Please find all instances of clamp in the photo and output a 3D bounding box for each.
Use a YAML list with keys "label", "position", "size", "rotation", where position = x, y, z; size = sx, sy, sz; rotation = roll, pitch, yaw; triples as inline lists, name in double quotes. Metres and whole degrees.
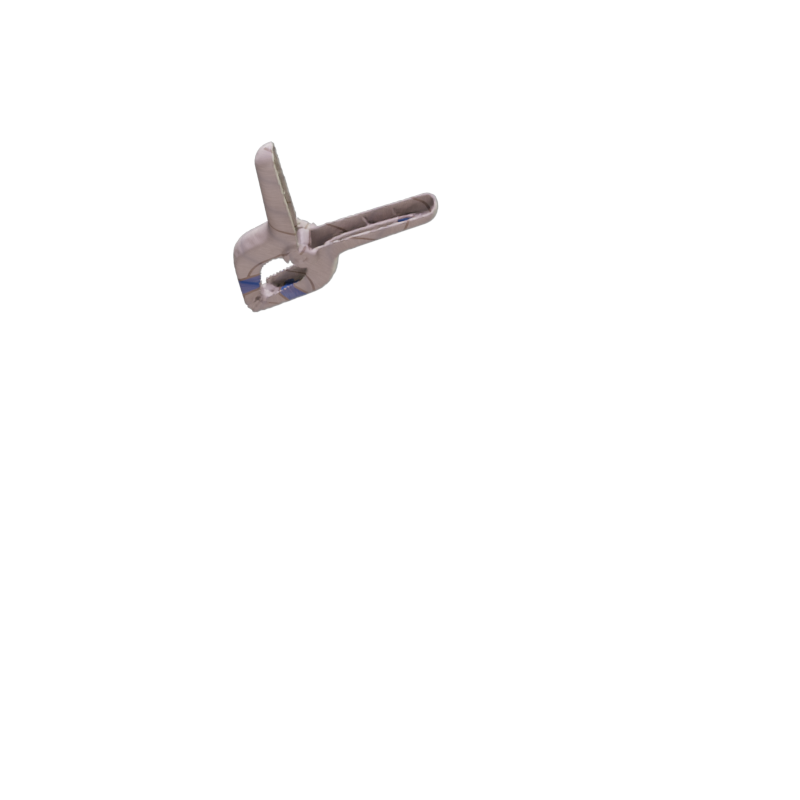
- label: "clamp"
  position: [-0.076, -0.138, 0.965]
  size: [0.159, 0.039, 0.203]
  rotation: [12, -33, -20]
